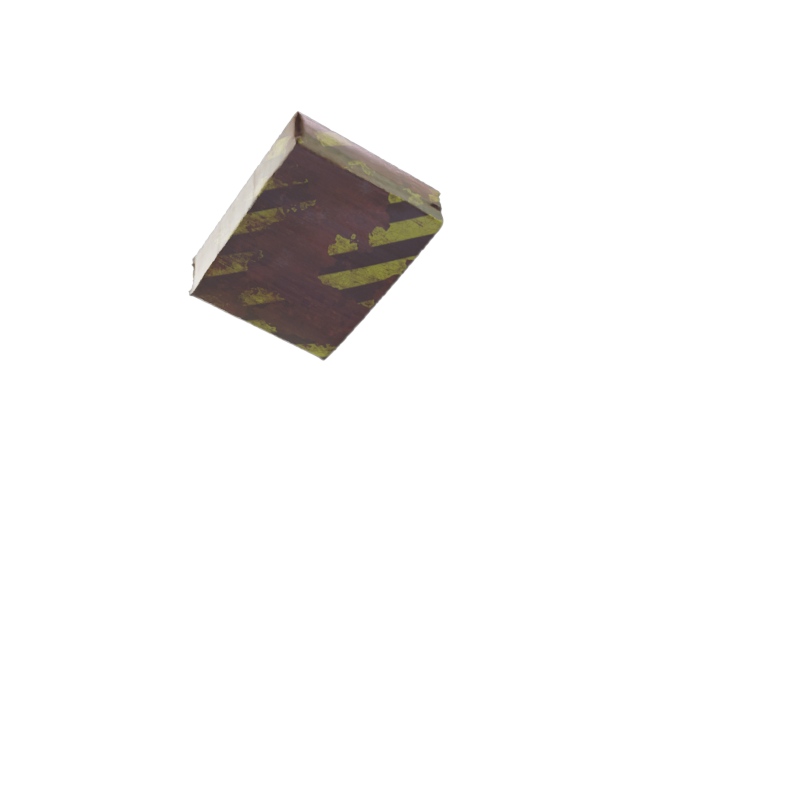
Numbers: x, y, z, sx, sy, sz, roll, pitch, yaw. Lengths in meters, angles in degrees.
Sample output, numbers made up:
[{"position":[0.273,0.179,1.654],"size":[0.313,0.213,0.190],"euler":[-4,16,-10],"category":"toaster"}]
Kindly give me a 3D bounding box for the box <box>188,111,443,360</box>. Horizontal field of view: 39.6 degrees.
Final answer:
[{"position":[-0.046,-0.083,0.583],"size":[0.086,0.111,0.042],"euler":[29,30,-20],"category":"box"}]
